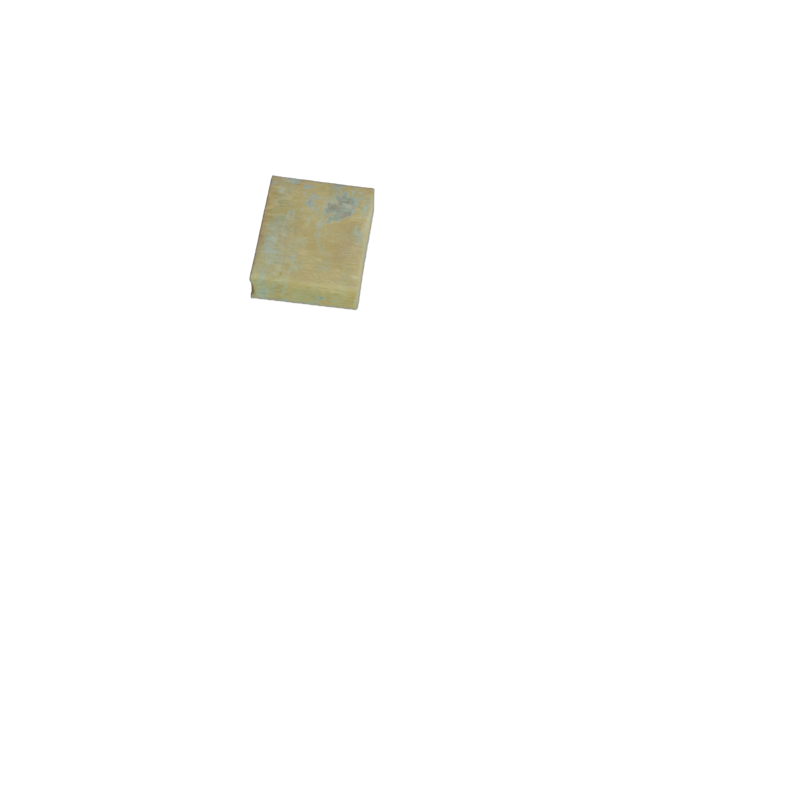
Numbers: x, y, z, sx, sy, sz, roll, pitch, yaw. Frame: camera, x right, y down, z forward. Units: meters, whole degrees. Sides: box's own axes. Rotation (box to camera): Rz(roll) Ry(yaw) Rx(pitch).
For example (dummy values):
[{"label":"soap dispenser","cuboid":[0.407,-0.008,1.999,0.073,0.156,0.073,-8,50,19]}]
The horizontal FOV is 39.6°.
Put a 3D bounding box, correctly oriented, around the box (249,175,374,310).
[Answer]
[{"label":"box","cuboid":[-0.059,-0.107,0.751,0.074,0.095,0.028,7,-33,4]}]
